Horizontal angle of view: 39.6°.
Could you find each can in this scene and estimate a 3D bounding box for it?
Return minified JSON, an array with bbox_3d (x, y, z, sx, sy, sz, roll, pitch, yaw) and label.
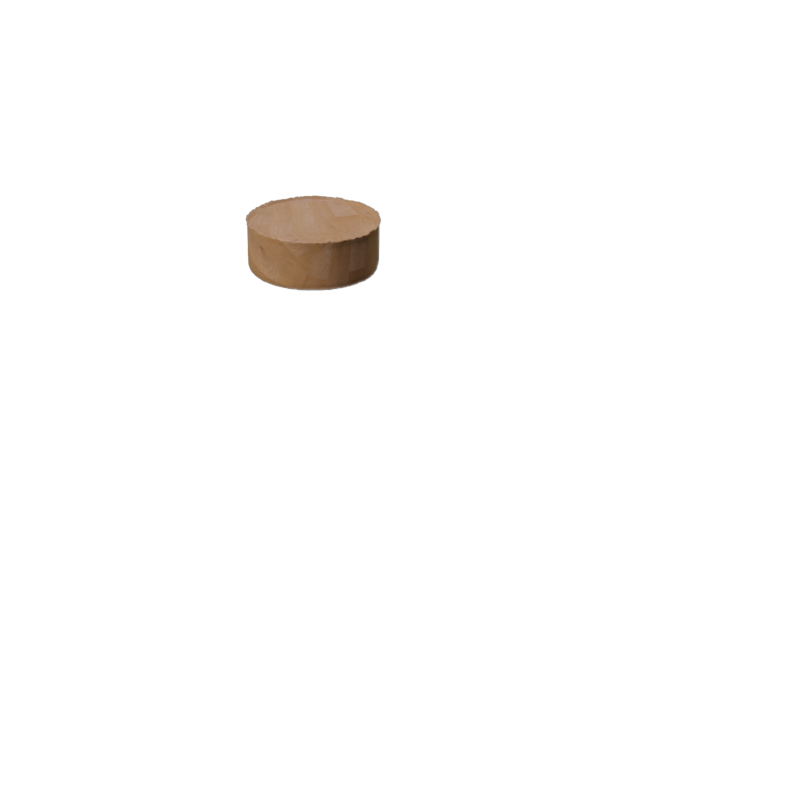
[{"bbox_3d":[-0.055,-0.101,0.708,0.086,0.032,0.091,-1,28,-2],"label":"can"}]
